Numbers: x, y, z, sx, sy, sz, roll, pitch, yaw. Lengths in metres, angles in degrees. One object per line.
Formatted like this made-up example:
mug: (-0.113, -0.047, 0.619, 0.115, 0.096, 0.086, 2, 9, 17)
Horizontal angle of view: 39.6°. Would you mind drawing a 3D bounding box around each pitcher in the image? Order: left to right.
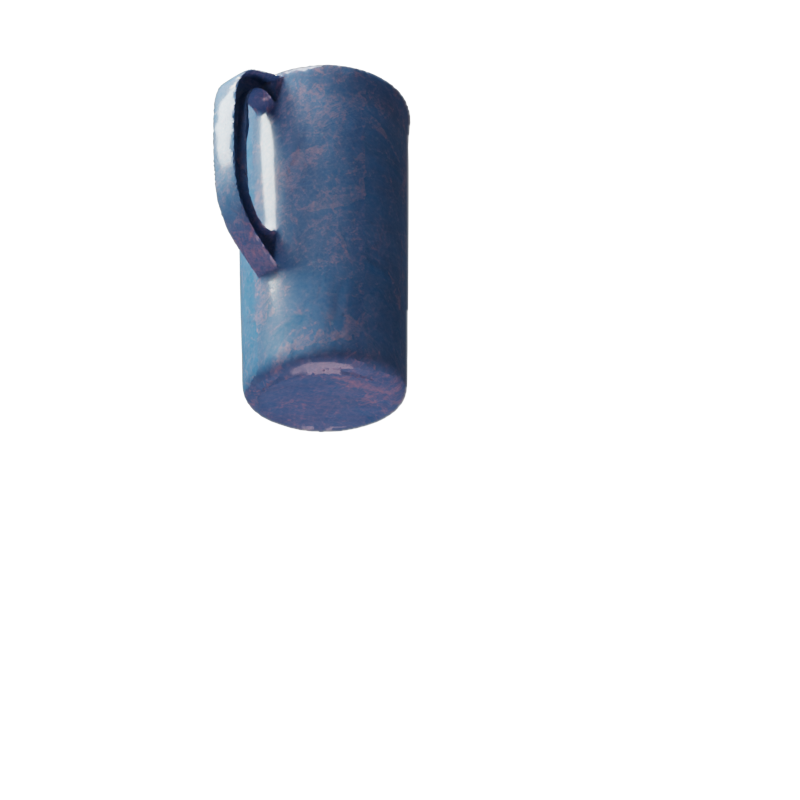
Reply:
pitcher: (-0.061, -0.111, 0.780, 0.148, 0.259, 0.137, 2, -31, -7)
